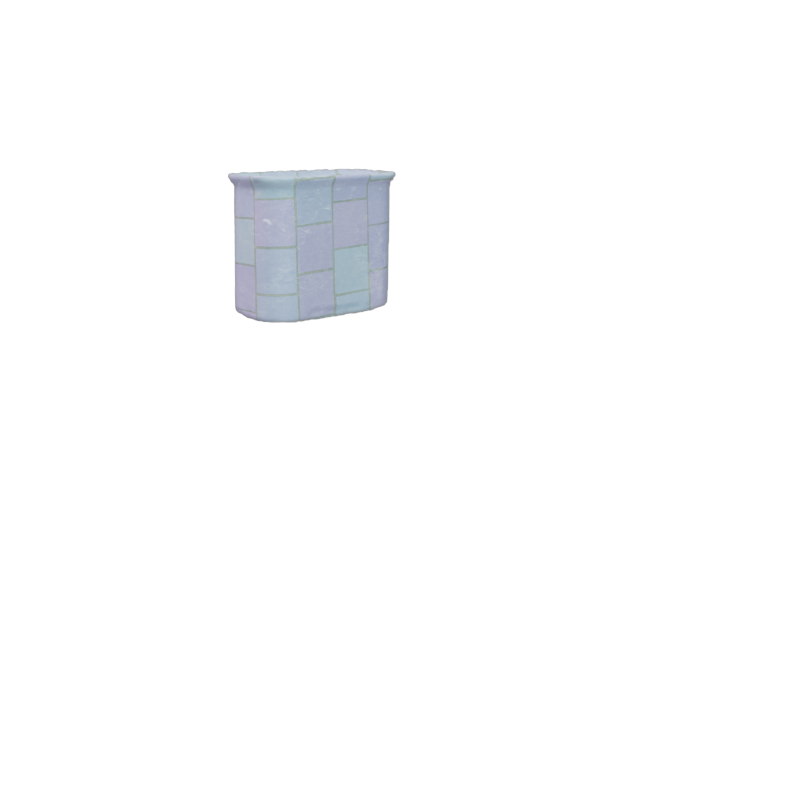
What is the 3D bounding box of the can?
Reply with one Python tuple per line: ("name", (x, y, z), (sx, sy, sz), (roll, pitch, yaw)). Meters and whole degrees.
("can", (-0.052, -0.095, 0.665), (0.099, 0.082, 0.060), (-10, 14, -41))
